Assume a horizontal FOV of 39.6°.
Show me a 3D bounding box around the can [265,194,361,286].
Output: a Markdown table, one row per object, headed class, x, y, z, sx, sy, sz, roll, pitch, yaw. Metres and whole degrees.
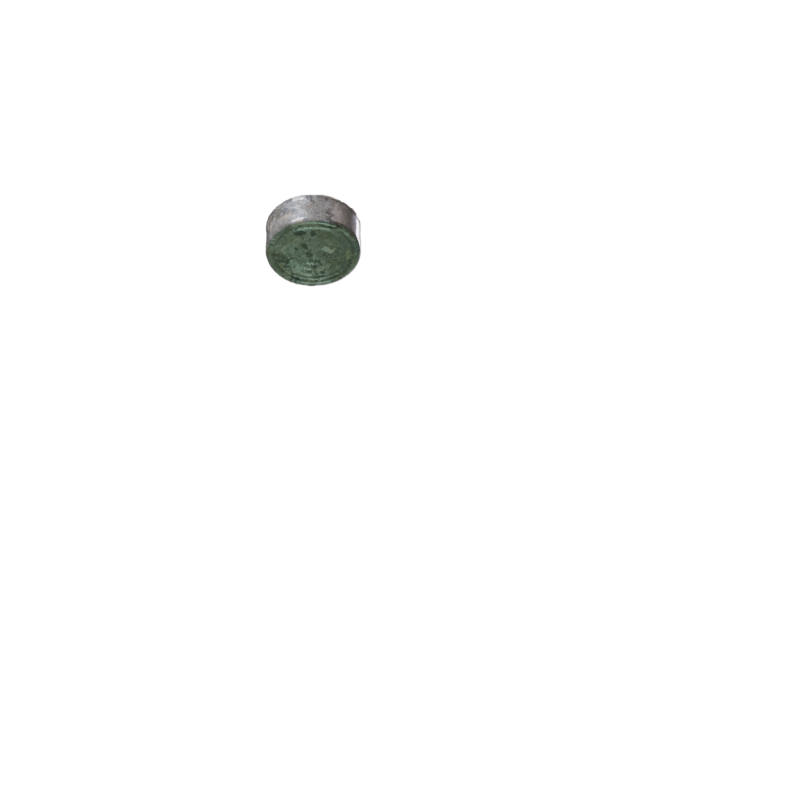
| class | x | y | z | sx | sy | sz | roll | pitch | yaw |
| --- | --- | --- | --- | --- | --- | --- | --- | --- | --- |
| can | -0.077 | -0.141 | 0.986 | 0.086 | 0.036 | 0.080 | 1 | -40 | -1 |
